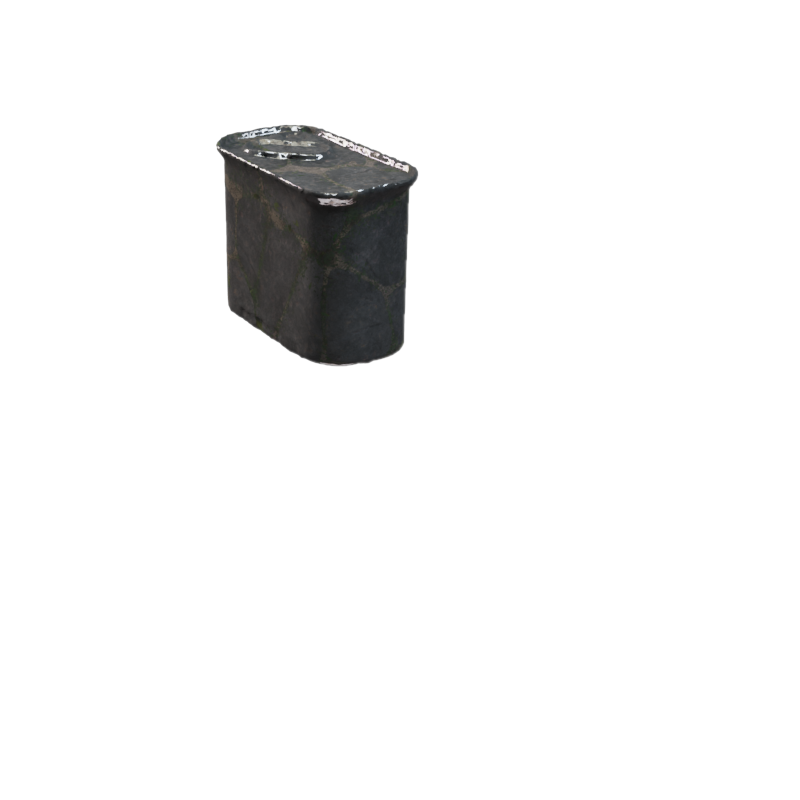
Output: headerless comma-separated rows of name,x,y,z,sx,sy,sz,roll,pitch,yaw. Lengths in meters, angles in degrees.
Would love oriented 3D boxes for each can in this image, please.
can,-0.040,-0.073,0.509,0.056,0.079,0.109,-16,31,-33
